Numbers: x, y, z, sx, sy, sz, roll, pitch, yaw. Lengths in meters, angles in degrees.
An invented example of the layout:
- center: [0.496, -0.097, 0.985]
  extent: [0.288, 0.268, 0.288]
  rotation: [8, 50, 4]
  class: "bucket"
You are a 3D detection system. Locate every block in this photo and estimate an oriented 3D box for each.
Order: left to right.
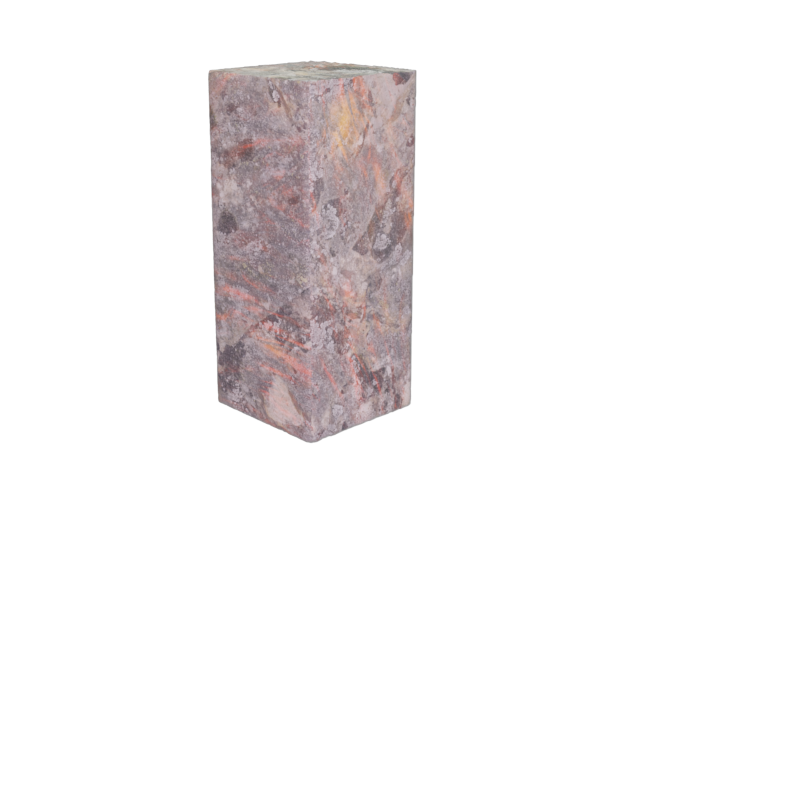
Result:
- center: [-0.053, -0.095, 0.665]
  extent: [0.096, 0.199, 0.088]
  rotation: [17, 22, 42]
  class: "block"
